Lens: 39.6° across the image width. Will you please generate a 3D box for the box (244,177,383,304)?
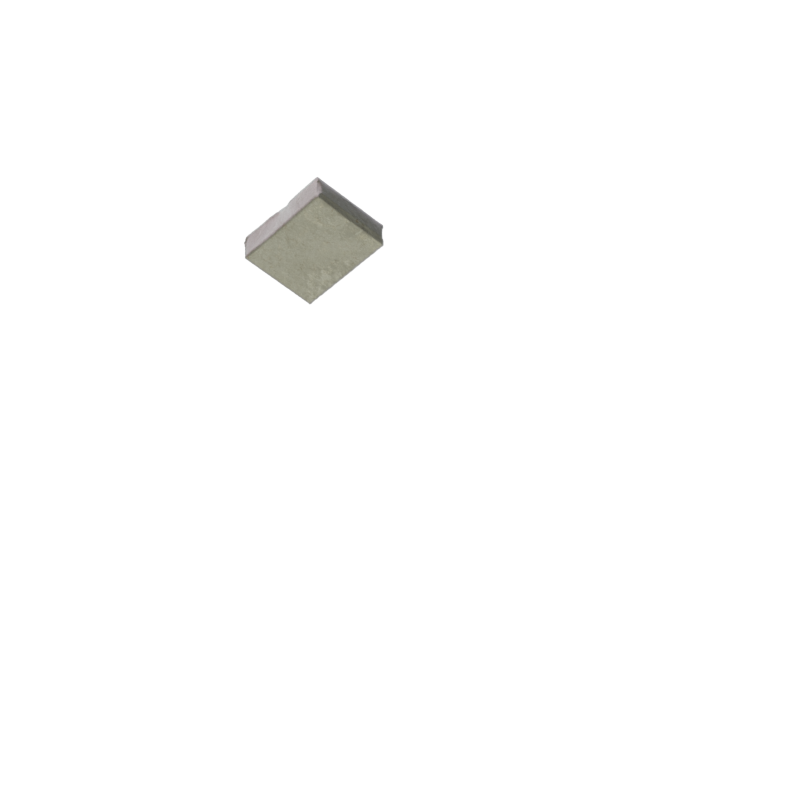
[{"bbox_3d":[-0.070,-0.127,0.887,0.069,0.032,0.088,35,-56,-30],"label":"box"}]
